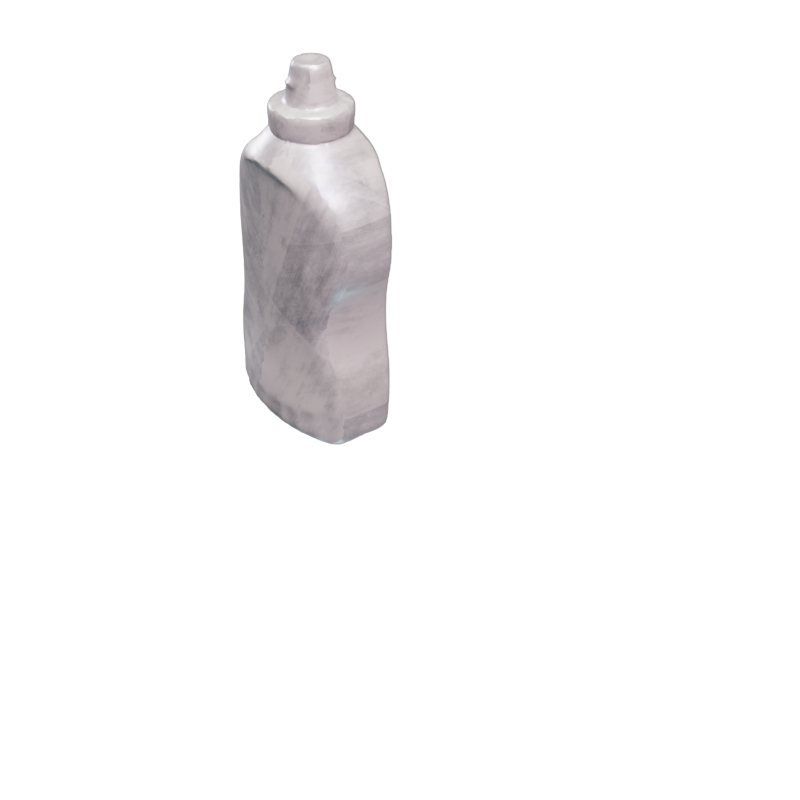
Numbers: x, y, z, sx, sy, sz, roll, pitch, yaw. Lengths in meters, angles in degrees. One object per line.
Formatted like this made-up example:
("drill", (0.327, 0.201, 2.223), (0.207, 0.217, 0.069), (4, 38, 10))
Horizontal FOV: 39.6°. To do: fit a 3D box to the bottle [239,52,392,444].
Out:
("bottle", (-0.043, -0.078, 0.549), (0.058, 0.180, 0.103), (-18, 38, -29))
